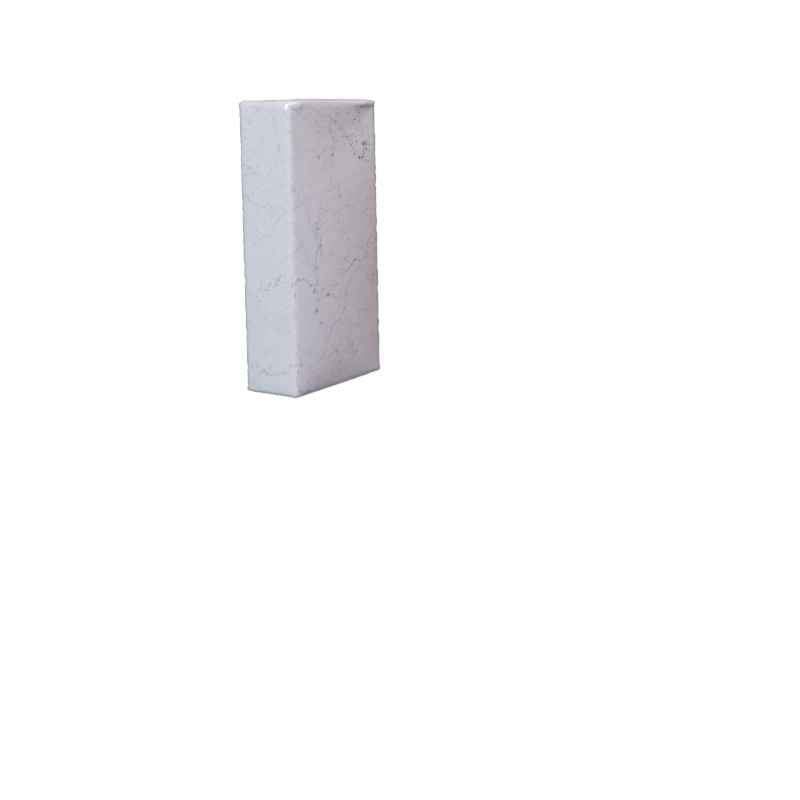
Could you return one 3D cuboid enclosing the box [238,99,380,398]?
[{"bbox_3d":[-0.054,-0.098,0.690,0.050,0.173,0.091,6,11,33],"label":"box"}]
